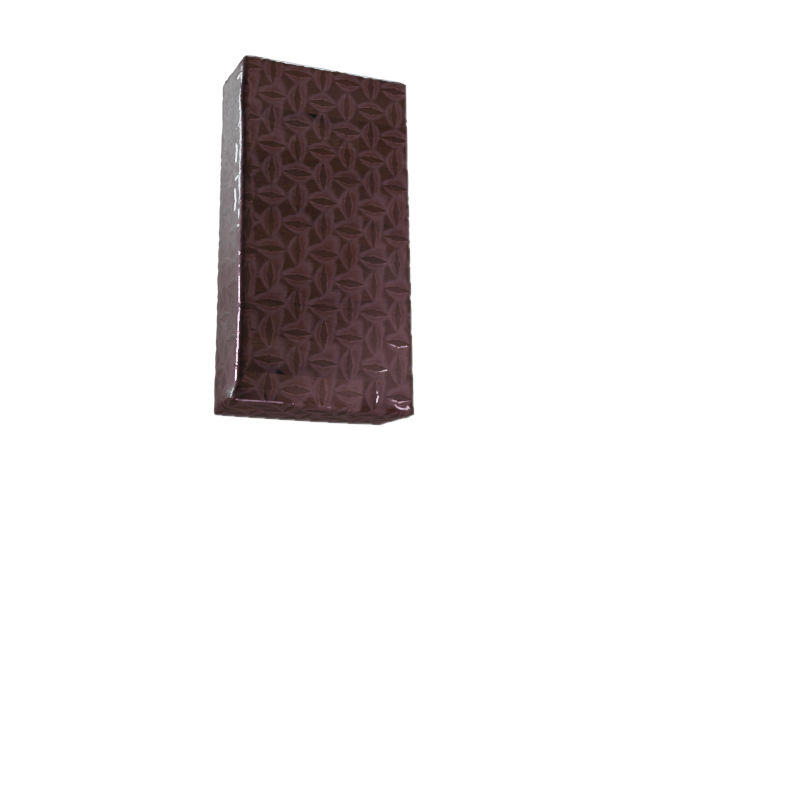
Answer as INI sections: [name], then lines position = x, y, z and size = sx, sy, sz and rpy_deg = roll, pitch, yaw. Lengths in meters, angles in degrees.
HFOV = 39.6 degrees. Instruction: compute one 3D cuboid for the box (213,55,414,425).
[box]
position = -0.044, -0.080, 0.560
size = 0.090, 0.184, 0.047
rpy_deg = 6, -19, -22
